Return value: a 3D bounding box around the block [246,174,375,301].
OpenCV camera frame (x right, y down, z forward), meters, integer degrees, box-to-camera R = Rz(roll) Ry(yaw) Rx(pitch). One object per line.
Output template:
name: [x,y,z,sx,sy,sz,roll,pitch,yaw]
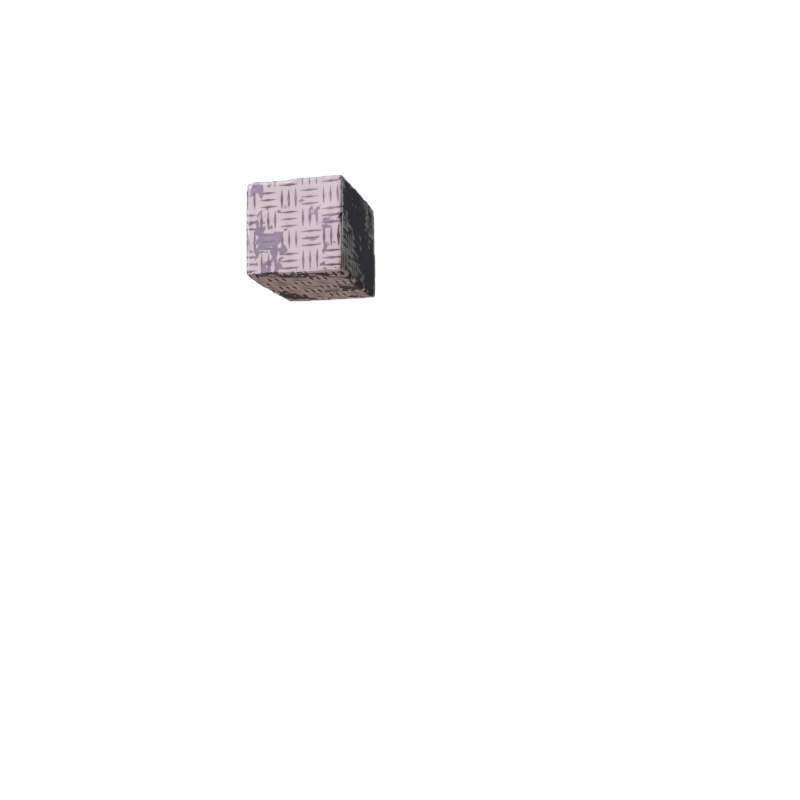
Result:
block: [-0.047,-0.086,0.601,0.054,0.053,0.075,-3,-8,12]
